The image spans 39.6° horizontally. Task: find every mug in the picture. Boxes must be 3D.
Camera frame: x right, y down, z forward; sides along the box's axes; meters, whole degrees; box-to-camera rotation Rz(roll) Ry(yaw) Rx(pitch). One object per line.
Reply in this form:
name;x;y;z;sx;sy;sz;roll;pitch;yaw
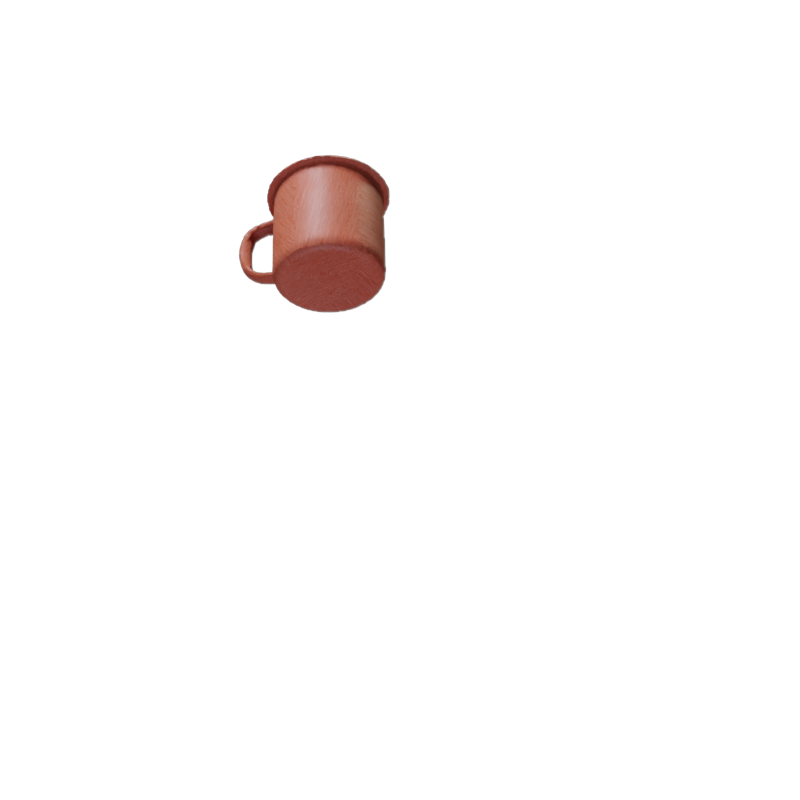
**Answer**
mug;-0.064;-0.116;0.815;0.118;0.087;0.086;-11;-38;13
